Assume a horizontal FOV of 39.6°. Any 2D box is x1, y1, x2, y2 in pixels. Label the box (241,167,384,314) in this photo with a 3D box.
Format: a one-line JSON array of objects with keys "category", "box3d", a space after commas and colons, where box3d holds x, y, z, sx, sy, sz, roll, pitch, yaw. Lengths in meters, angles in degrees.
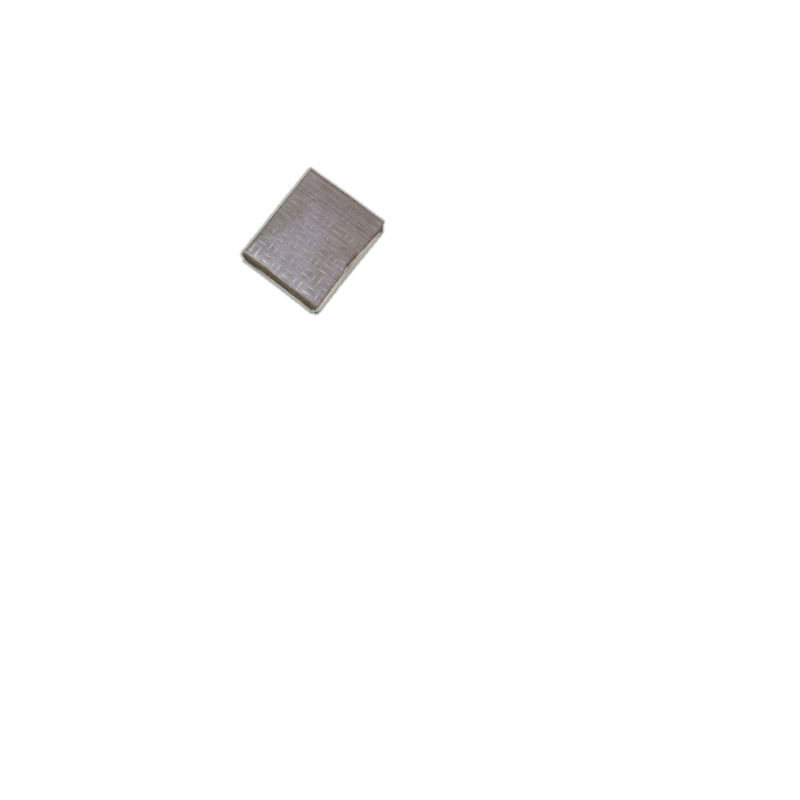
[{"category": "box", "box3d": [-0.067, -0.122, 0.852, 0.075, 0.090, 0.029, 36, -13, 9]}]
